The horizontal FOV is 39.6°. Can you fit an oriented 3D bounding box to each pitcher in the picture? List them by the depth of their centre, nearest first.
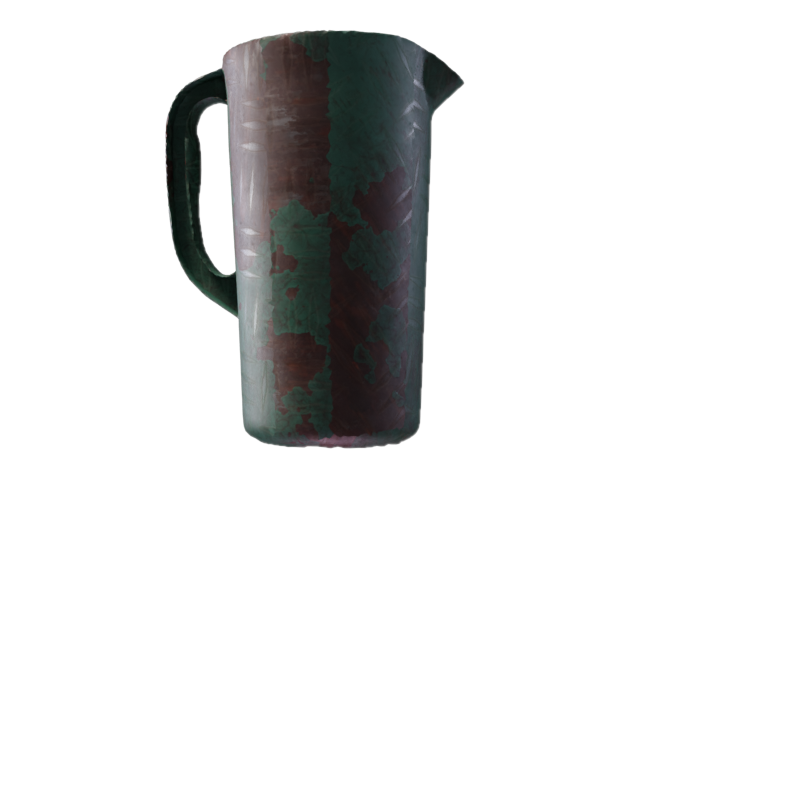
[{"bbox_3d":[-0.054,-0.098,0.685,0.139,0.245,0.154,1,-3,-35],"label":"pitcher"}]
